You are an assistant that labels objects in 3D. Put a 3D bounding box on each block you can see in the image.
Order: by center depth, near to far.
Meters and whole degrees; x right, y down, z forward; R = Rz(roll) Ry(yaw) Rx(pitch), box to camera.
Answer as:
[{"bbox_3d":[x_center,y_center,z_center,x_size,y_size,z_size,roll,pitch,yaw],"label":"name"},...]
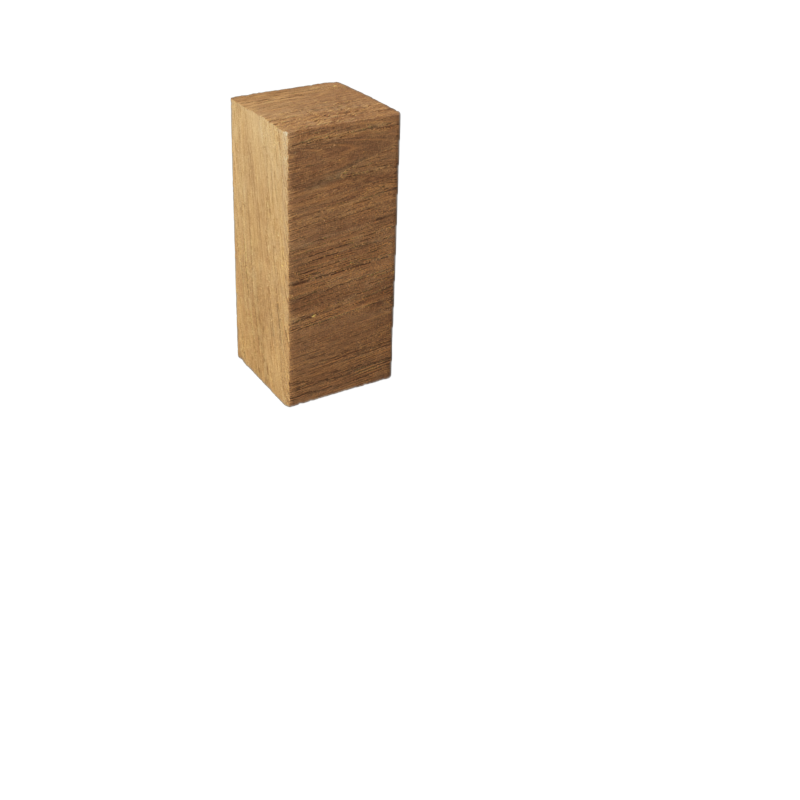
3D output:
[{"bbox_3d":[-0.063,-0.115,0.800,0.089,0.195,0.097,-14,31,-28],"label":"block"}]
